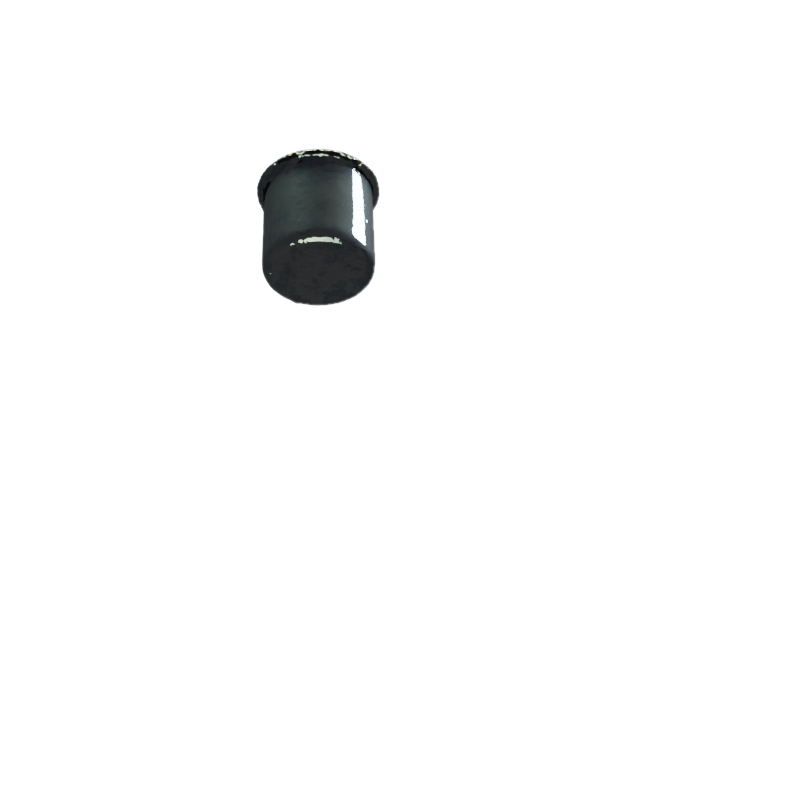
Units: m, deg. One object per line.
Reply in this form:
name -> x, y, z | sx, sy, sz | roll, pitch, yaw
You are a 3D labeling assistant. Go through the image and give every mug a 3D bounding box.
mug -> -0.065, -0.118, 0.825 | 0.091, 0.087, 0.112 | 12, -39, -17
